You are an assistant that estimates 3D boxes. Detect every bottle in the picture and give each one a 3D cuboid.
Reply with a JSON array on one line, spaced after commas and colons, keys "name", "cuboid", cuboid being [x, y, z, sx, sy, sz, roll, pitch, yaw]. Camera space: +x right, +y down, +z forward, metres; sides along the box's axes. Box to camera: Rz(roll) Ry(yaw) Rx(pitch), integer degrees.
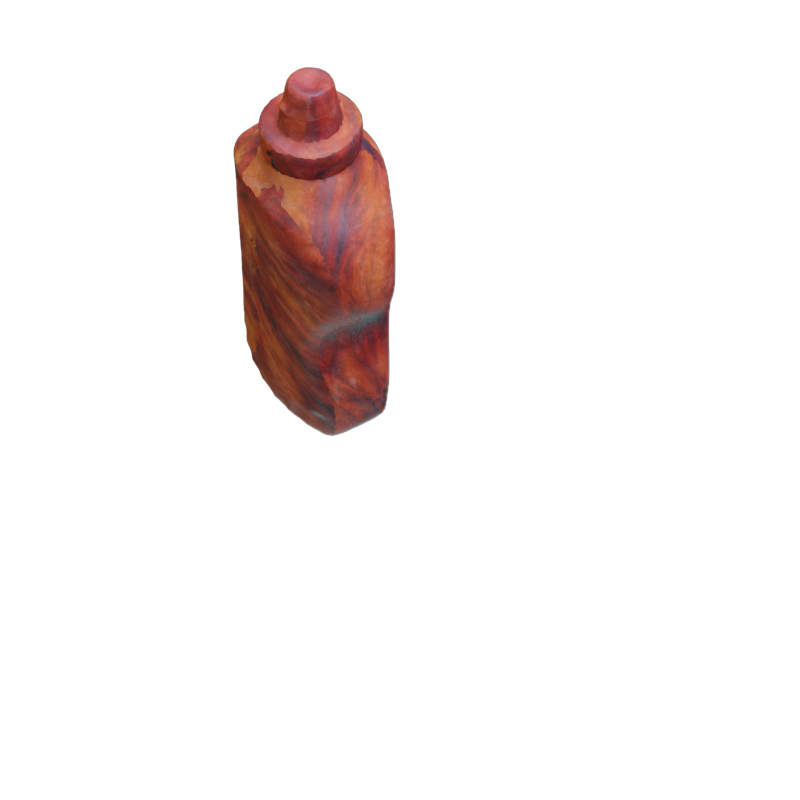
[{"name": "bottle", "cuboid": [-0.039, -0.069, 0.488, 0.058, 0.103, 0.179, -22, -30, -17]}]
